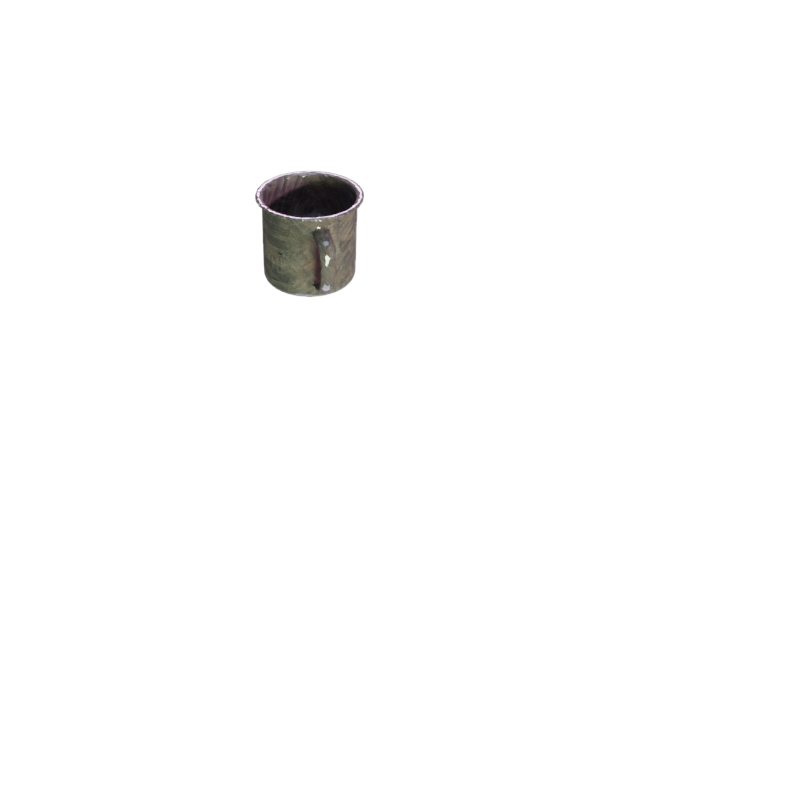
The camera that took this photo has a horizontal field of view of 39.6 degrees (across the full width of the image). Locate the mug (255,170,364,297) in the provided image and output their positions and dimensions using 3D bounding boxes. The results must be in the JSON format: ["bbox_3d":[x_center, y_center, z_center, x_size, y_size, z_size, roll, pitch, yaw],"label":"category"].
[{"bbox_3d":[-0.075,-0.136,0.956,0.092,0.076,0.126,-9,35,-16],"label":"mug"}]
